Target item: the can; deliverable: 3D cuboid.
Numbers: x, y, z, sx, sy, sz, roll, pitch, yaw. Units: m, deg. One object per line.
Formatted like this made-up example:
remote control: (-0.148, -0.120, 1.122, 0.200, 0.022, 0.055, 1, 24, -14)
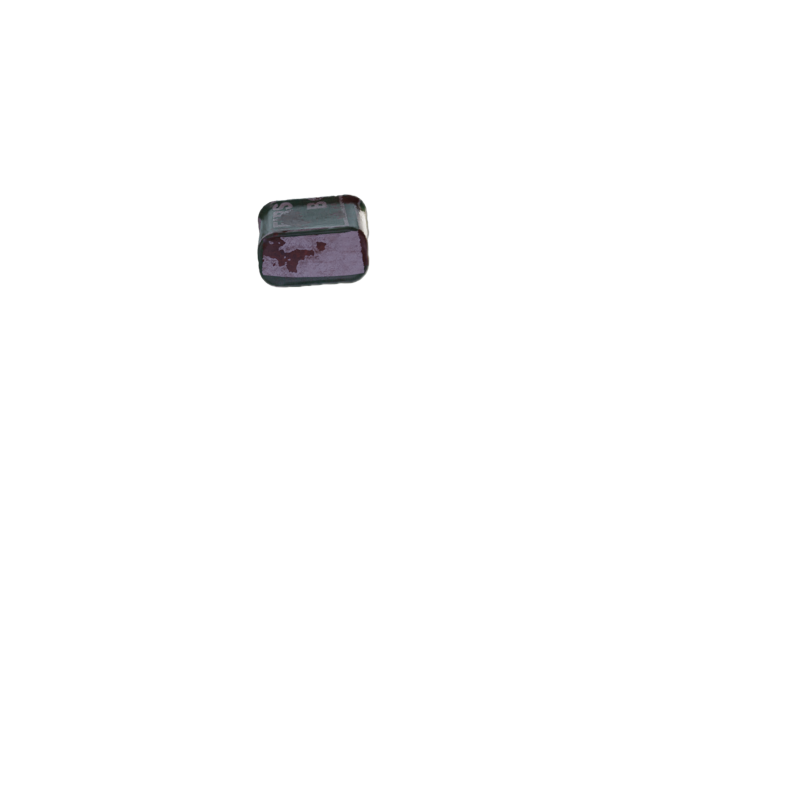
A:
can: (-0.077, -0.141, 0.991, 0.102, 0.054, 0.088, -5, 26, 0)
